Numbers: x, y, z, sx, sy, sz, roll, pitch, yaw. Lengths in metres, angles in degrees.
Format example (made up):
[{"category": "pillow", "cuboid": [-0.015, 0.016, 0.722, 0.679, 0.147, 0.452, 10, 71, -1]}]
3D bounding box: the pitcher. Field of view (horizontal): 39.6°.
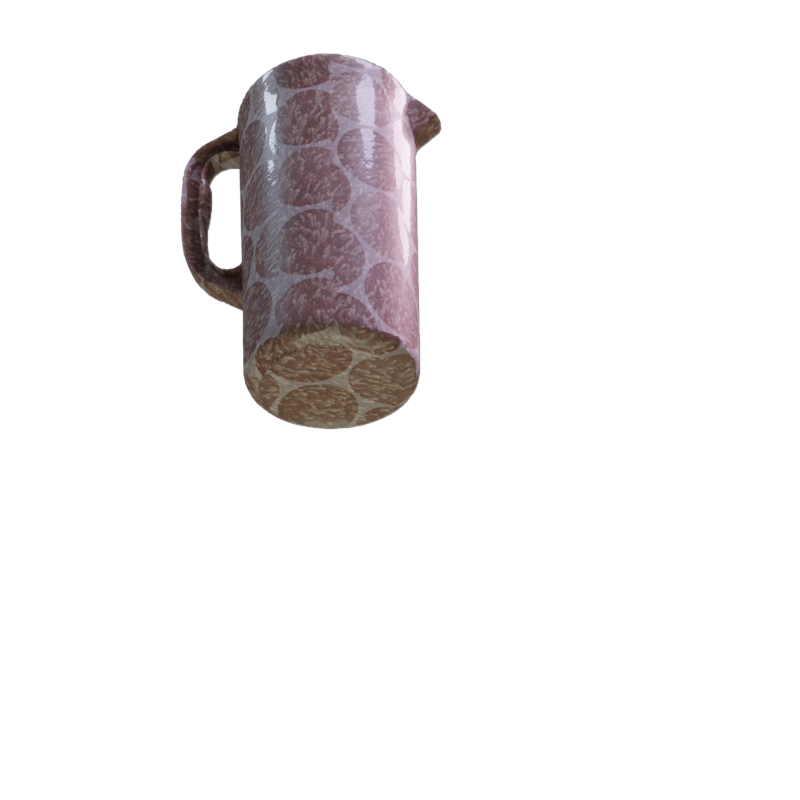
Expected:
[{"category": "pitcher", "cuboid": [-0.059, -0.107, 0.748, 0.137, 0.261, 0.146, 23, -45, -29]}]
